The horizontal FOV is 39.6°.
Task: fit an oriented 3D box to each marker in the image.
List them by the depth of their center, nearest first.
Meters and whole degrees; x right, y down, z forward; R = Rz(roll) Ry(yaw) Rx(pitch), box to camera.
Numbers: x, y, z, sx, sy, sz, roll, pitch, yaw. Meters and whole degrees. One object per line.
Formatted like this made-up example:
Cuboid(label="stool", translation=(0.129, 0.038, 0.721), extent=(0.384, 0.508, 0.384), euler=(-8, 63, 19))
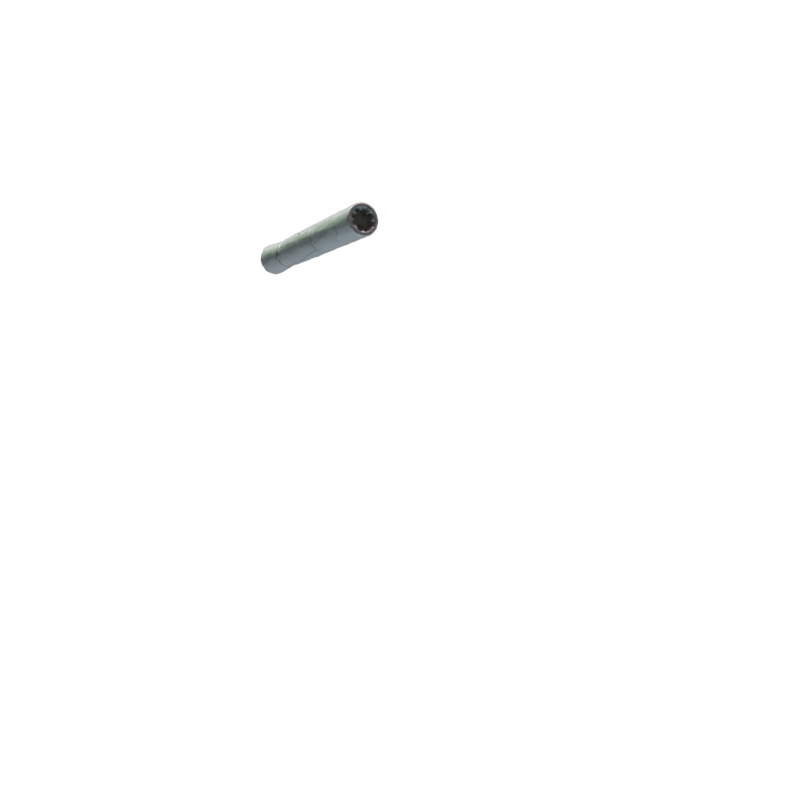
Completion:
Cuboid(label="marker", translation=(-0.050, -0.091, 0.637), extent=(0.019, 0.020, 0.123), euler=(-2, -3, -30))
